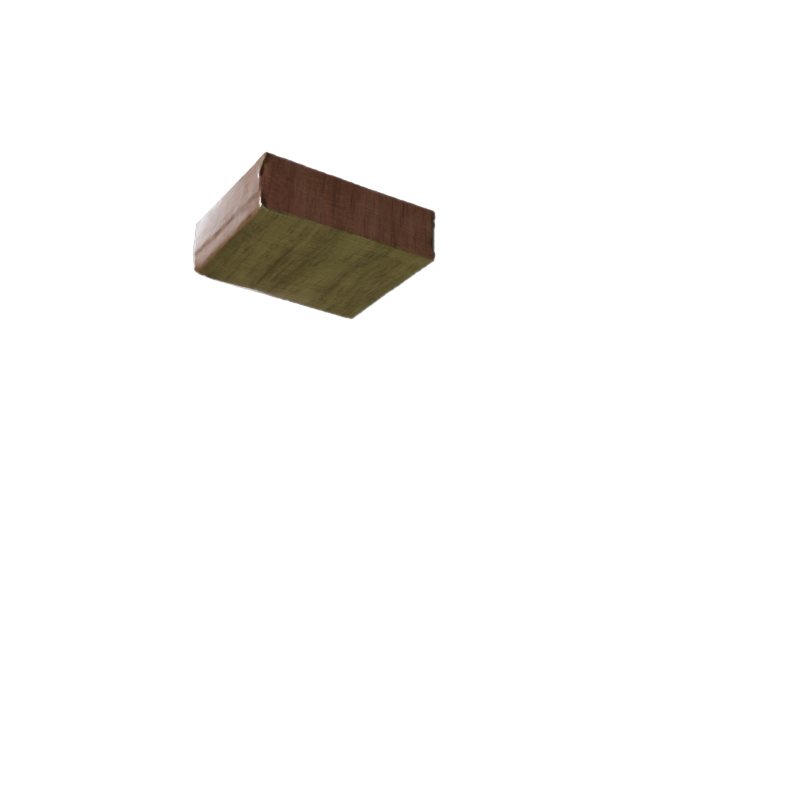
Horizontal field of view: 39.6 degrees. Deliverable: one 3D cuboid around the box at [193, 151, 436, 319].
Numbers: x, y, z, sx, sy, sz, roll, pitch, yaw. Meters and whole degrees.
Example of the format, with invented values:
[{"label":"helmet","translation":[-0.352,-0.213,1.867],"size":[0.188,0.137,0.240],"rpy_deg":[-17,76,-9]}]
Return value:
[{"label":"box","translation":[-0.050,-0.090,0.633],"size":[0.108,0.041,0.089],"rpy_deg":[14,-28,-28]}]
